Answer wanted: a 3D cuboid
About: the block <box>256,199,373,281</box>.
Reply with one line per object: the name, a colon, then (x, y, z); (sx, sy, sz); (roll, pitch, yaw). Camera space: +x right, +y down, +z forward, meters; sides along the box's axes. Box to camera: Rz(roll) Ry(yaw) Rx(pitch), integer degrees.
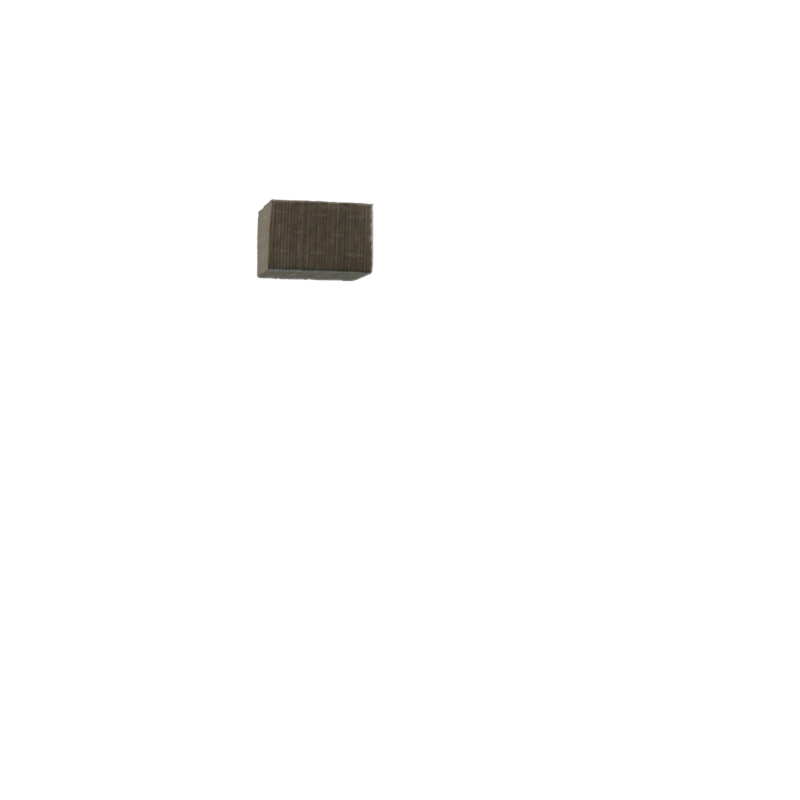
block: (-0.063, -0.116, 0.810); (0.076, 0.052, 0.053); (1, -4, -15)
